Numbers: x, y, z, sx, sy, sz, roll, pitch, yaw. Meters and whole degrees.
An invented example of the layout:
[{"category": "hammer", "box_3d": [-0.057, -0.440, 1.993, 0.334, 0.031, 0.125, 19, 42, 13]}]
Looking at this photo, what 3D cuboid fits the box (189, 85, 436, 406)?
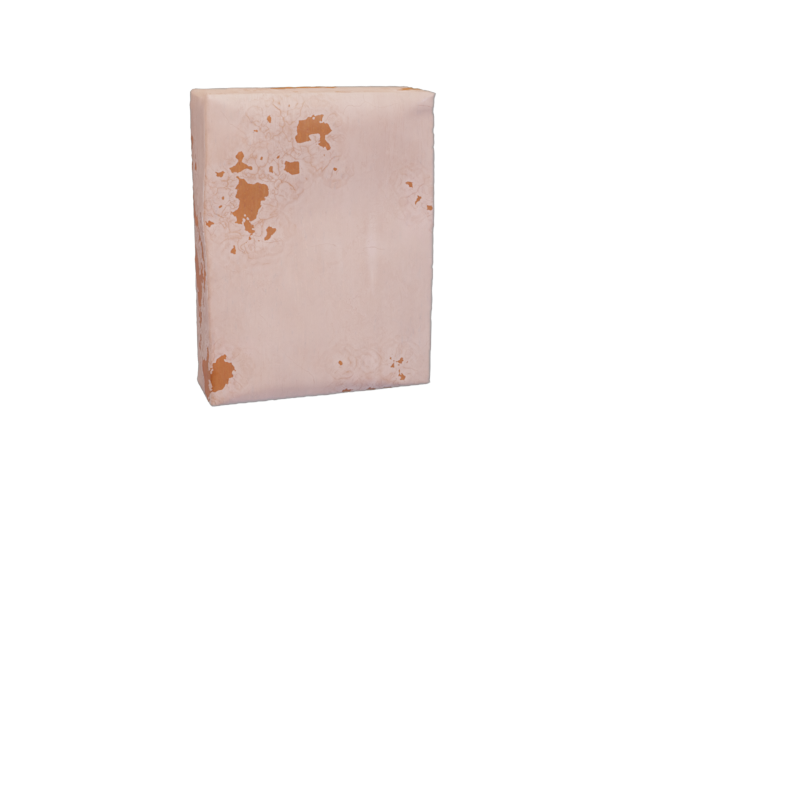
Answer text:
[{"category": "box", "box_3d": [-0.061, -0.111, 0.780, 0.161, 0.208, 0.075, -4, 13, -16]}]
